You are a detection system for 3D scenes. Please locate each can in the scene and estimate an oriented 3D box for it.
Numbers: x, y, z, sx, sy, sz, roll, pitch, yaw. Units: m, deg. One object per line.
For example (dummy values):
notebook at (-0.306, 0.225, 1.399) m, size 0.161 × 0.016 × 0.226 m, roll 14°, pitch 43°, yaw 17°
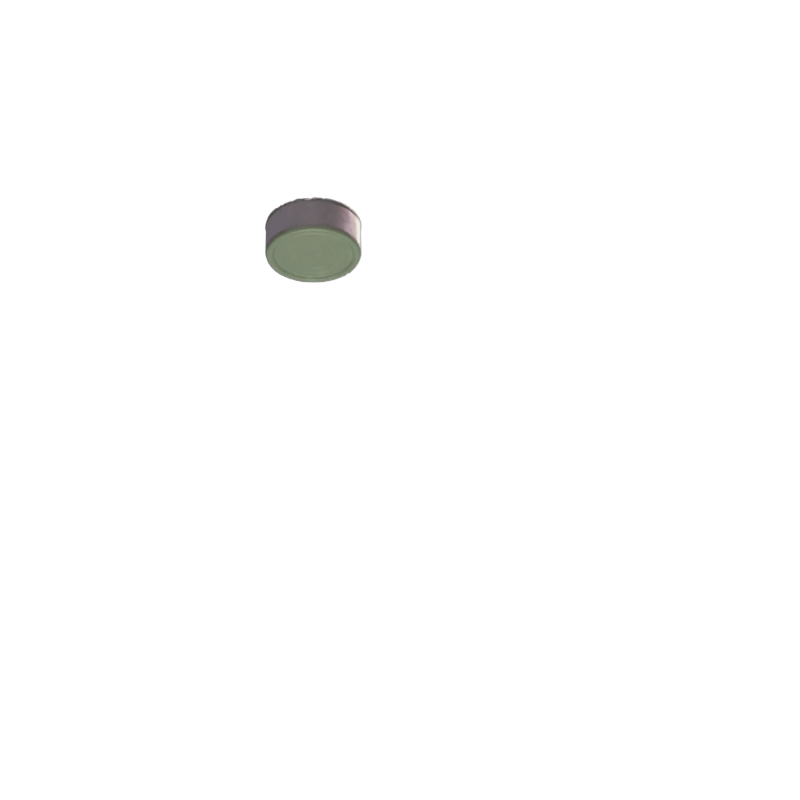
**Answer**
can at (-0.076, -0.139, 0.975) m, size 0.086 × 0.036 × 0.080 m, roll 1°, pitch -31°, yaw -2°
